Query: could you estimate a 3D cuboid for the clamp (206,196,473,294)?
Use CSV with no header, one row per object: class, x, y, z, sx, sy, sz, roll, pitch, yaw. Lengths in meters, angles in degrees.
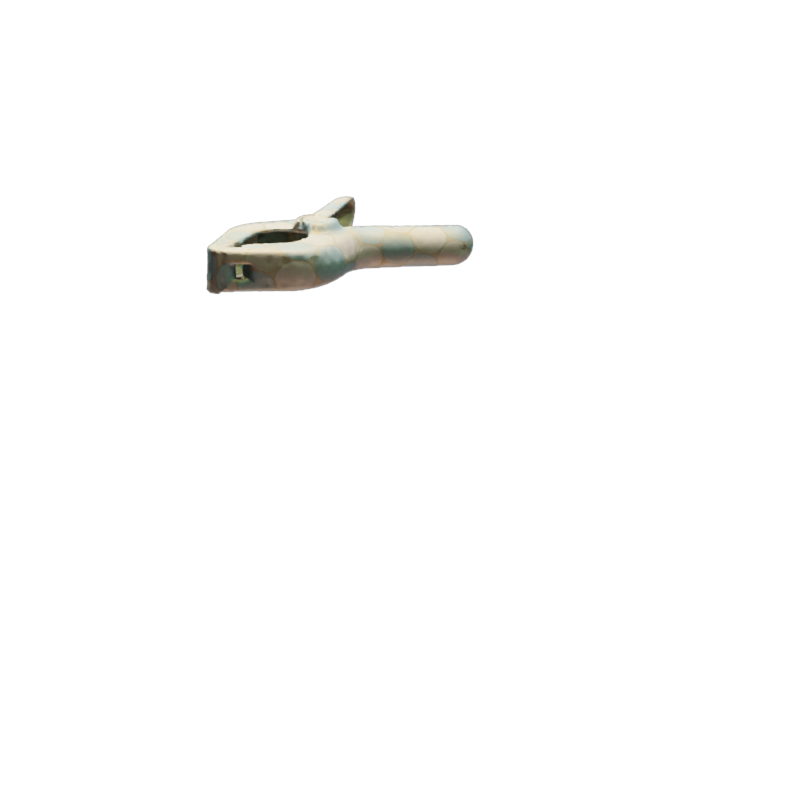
clamp,-0.054,-0.099,0.691,0.167,0.038,0.127,-11,20,-34
